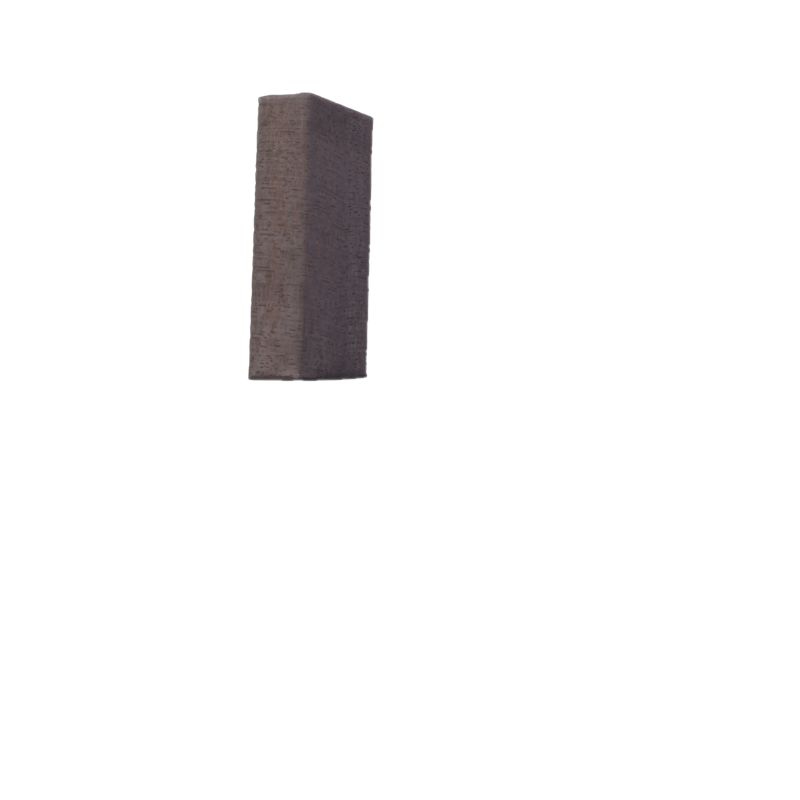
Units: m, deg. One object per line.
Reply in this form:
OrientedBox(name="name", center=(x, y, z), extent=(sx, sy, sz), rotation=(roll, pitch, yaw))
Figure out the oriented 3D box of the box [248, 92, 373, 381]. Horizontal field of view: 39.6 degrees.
OrientedBox(name="box", center=(-0.056, -0.101, 0.711), extent=(0.049, 0.178, 0.090), rotation=(-3, -4, 25))
